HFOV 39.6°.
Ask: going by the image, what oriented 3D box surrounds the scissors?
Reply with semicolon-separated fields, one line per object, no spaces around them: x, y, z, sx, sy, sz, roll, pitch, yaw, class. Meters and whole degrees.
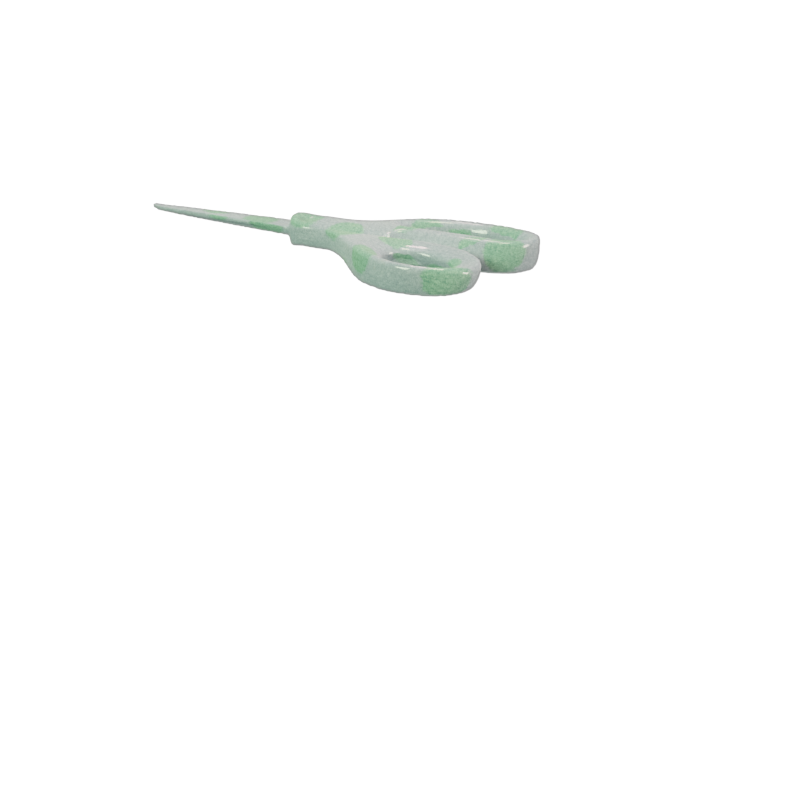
-0.040;-0.073;0.509;0.207;0.015;0.098;6;22;15;scissors
